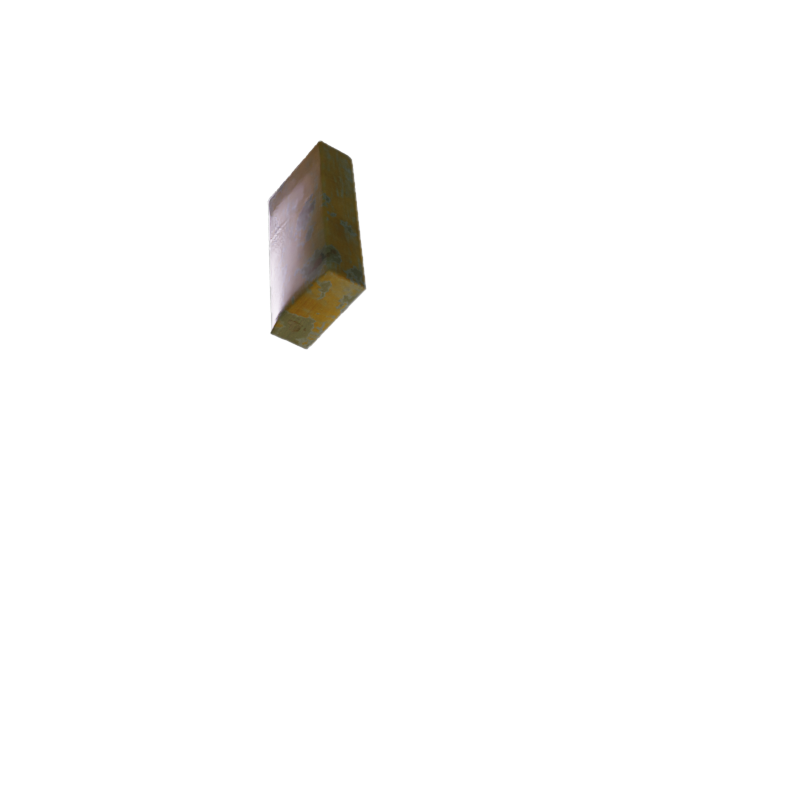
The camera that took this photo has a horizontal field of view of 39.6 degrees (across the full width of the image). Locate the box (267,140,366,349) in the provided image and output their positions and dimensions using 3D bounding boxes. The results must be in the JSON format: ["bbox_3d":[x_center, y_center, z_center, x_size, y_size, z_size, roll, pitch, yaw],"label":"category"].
[{"bbox_3d":[-0.077,-0.142,0.994,0.046,0.189,0.091,27,-51,-28],"label":"box"}]
